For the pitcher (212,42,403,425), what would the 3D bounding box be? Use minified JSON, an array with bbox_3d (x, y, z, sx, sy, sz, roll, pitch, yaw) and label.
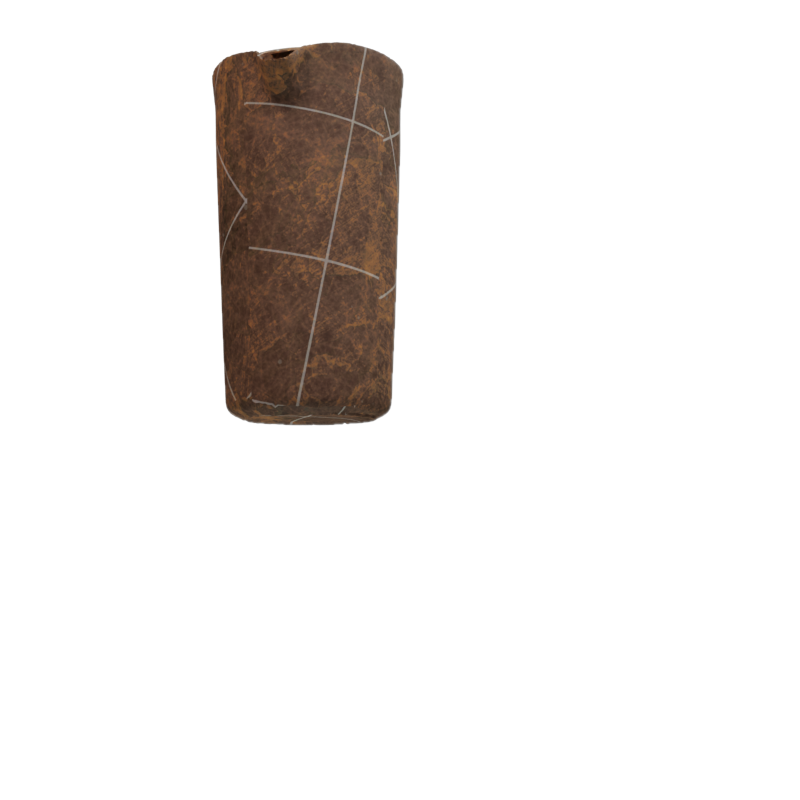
[{"bbox_3d":[-0.059,-0.108,0.755,0.143,0.251,0.147,7,-14,-33],"label":"pitcher"}]
